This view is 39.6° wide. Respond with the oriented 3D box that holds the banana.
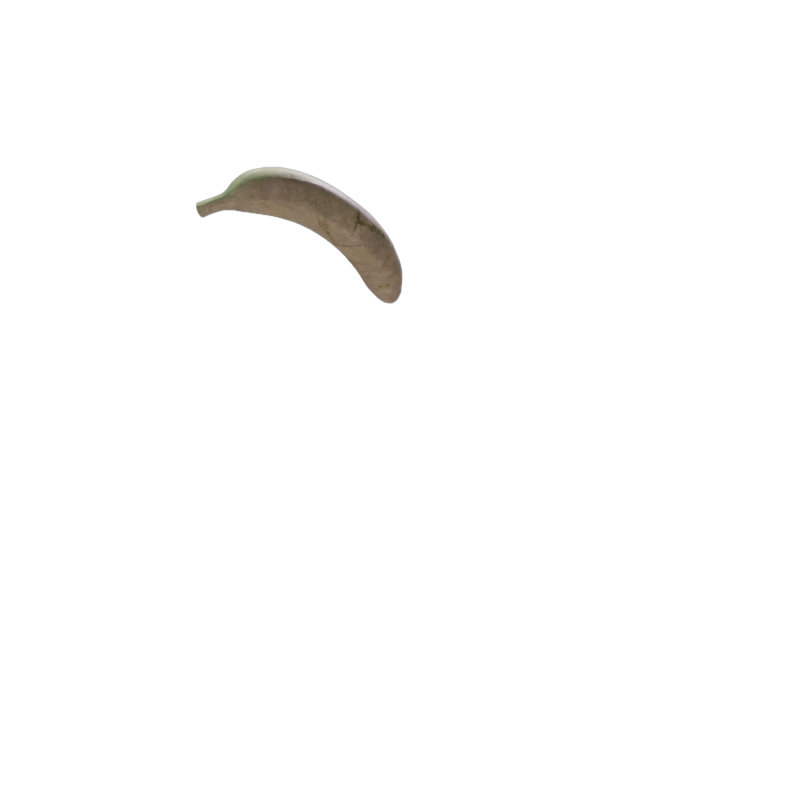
[{"bbox_3d":[-0.058,-0.133,0.856,0.187,0.039,0.069,25,-42,-31],"label":"banana"}]
